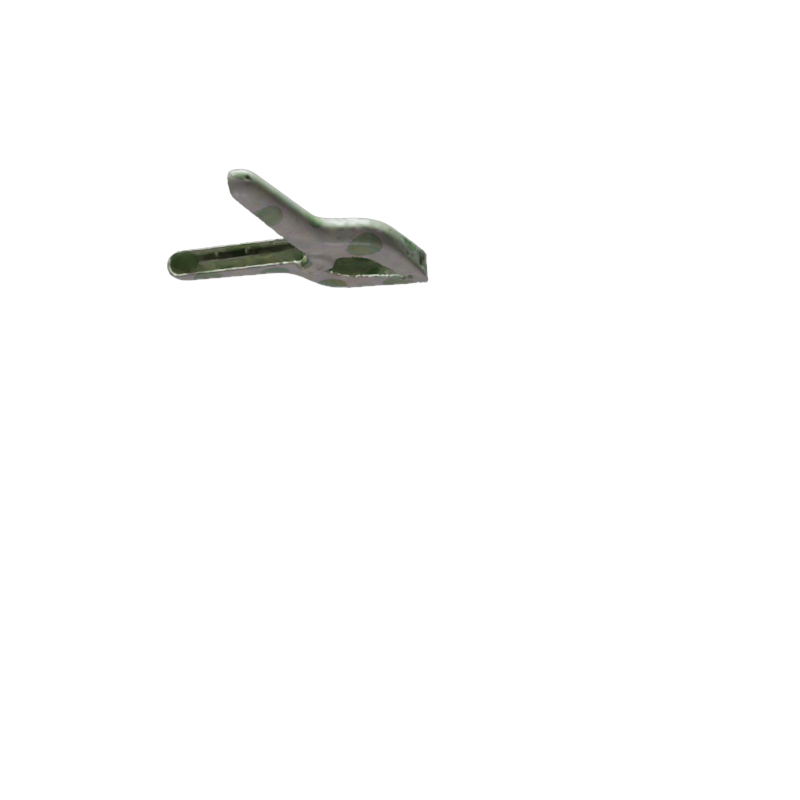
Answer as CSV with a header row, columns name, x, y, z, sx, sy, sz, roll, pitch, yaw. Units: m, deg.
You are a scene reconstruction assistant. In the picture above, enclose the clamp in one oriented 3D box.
name,x,y,z,sx,sy,sz,roll,pitch,yaw
clamp,-0.069,-0.126,0.885,0.205,0.038,0.160,6,-20,-17
